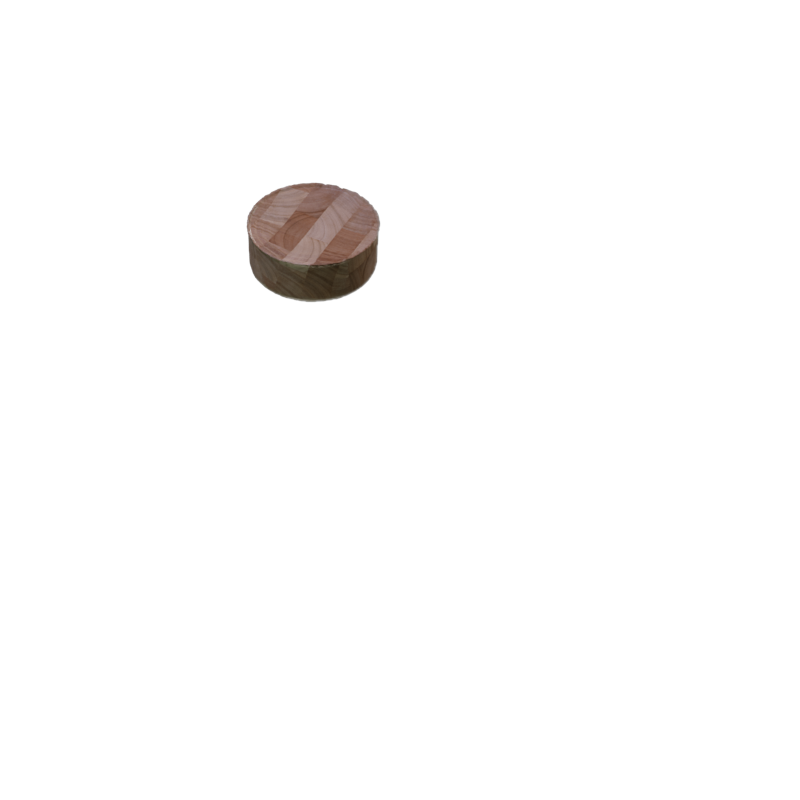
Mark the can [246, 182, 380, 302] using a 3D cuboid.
[{"bbox_3d":[-0.056,-0.103,0.721,0.086,0.031,0.092,-1,43,-2],"label":"can"}]
